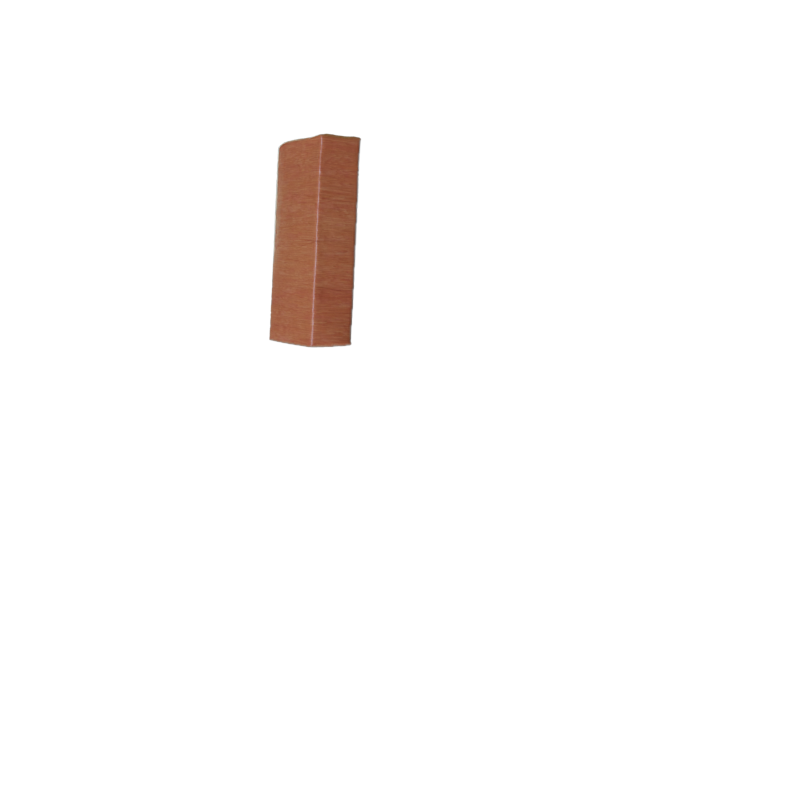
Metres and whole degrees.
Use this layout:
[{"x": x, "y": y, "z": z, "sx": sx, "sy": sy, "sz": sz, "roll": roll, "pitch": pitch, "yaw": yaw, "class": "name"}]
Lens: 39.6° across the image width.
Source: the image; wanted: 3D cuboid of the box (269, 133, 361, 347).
[{"x": -0.075, "y": -0.136, "z": 0.951, "sx": 0.046, "sy": 0.177, "sz": 0.096, "roll": 0, "pitch": 0, "yaw": -28, "class": "box"}]
